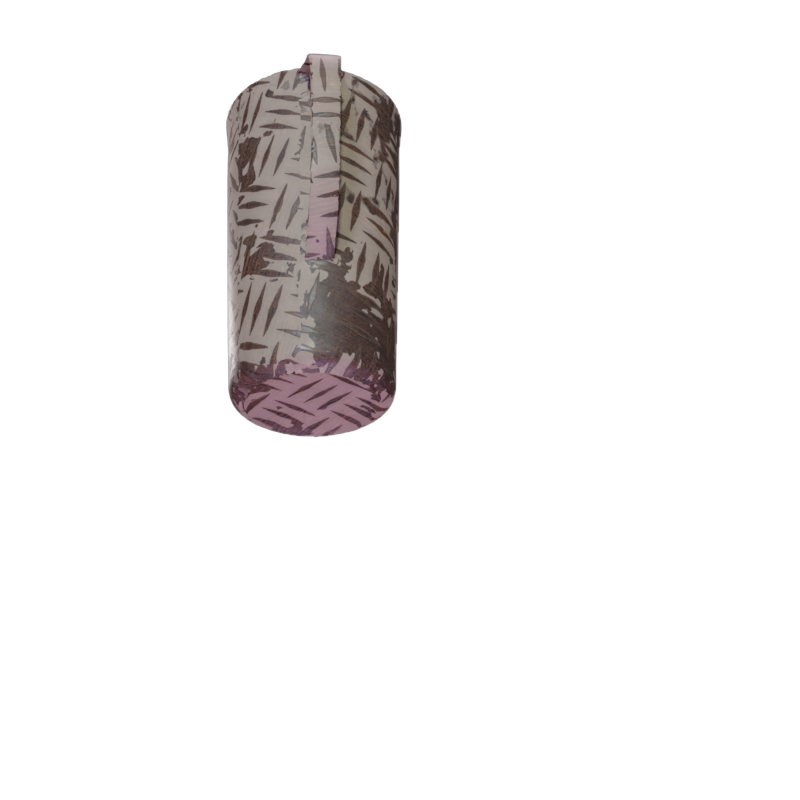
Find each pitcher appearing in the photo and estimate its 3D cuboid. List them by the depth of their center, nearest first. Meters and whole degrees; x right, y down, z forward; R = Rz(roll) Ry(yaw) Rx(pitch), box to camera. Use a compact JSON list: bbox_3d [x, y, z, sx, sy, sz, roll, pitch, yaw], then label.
[{"bbox_3d":[-0.060,-0.109,0.767,0.146,0.260,0.139,-24,-39,30],"label":"pitcher"}]
